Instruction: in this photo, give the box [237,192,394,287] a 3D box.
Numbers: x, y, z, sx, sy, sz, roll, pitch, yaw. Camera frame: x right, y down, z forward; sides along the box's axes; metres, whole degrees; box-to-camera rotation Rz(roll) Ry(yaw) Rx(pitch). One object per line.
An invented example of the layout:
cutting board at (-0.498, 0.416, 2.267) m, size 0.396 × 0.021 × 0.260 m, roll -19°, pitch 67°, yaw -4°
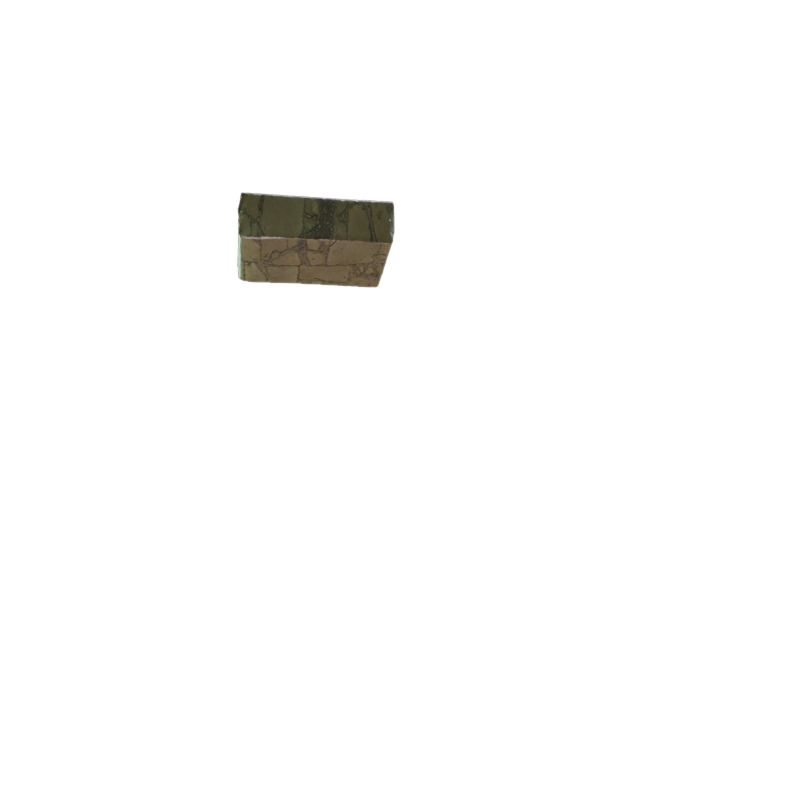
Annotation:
box at (-0.065, -0.118, 0.825) m, size 0.113 × 0.041 × 0.086 m, roll 1°, pitch -18°, yaw -5°
